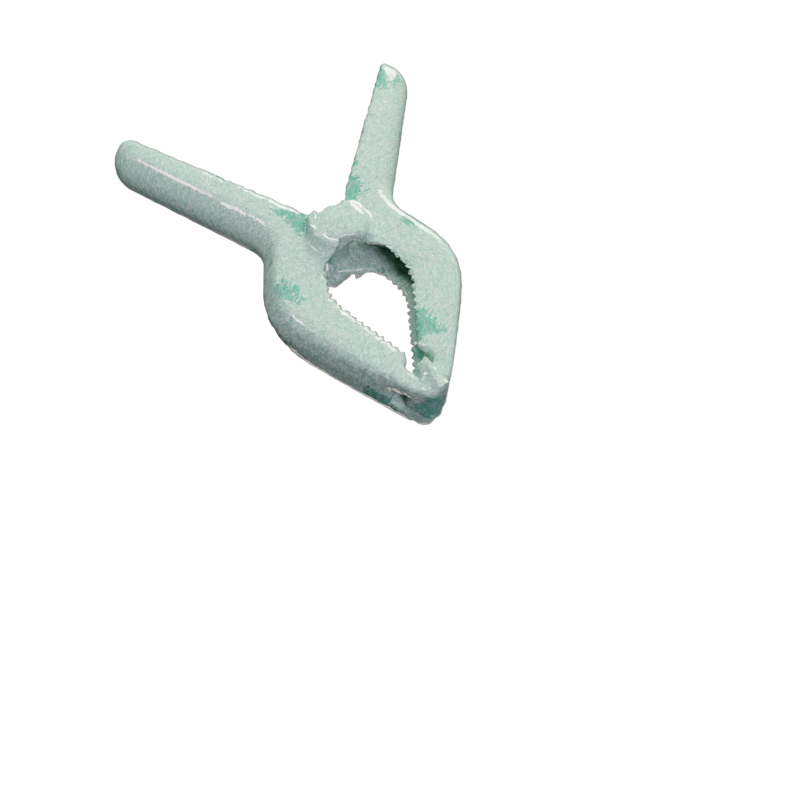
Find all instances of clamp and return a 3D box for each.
[{"bbox_3d":[-0.042,-0.077,0.540,0.163,0.226,0.034,-16,-34,-11],"label":"clamp"}]
